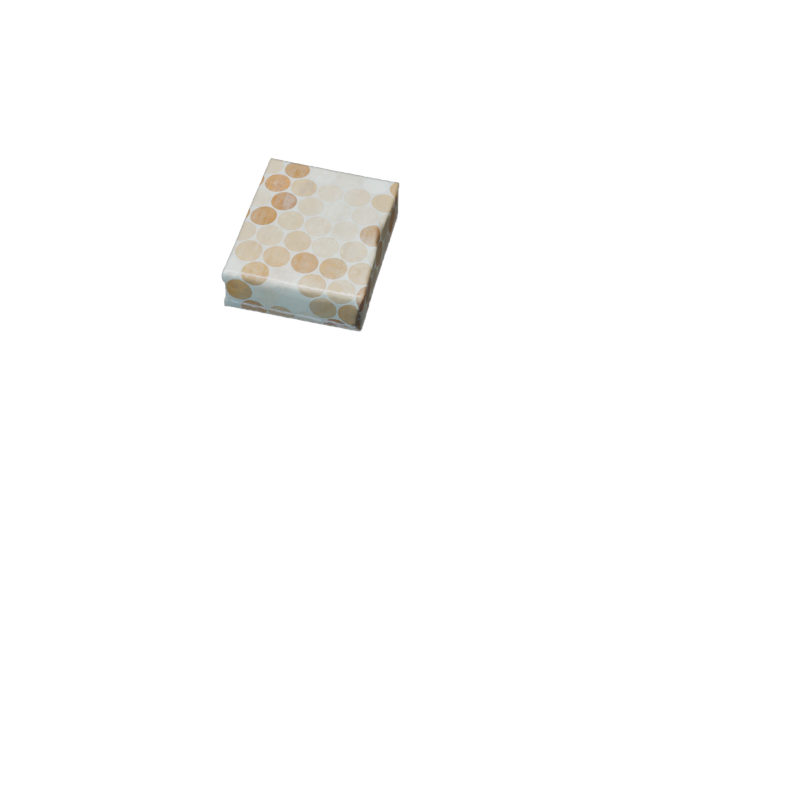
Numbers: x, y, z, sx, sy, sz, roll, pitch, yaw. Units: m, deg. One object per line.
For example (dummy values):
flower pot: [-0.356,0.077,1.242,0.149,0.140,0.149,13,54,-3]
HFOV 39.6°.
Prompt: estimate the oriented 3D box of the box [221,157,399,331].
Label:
box: [-0.045,-0.082,0.578,0.074,0.094,0.028,11,-39,8]
